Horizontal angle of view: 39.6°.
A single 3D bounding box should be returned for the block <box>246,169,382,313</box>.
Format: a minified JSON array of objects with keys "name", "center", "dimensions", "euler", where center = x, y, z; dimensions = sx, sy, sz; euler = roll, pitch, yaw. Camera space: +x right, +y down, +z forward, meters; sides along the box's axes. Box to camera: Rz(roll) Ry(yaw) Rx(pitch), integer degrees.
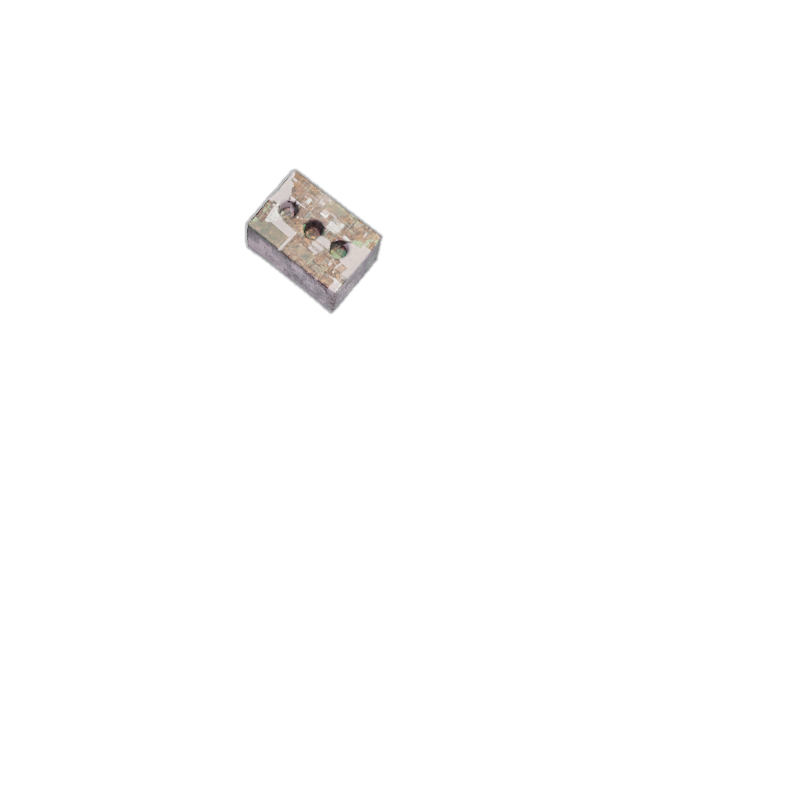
[{"name":"block","center":[-0.059,-0.107,0.749],"dimensions":[0.080,0.053,0.049],"euler":[38,-14,10]}]
